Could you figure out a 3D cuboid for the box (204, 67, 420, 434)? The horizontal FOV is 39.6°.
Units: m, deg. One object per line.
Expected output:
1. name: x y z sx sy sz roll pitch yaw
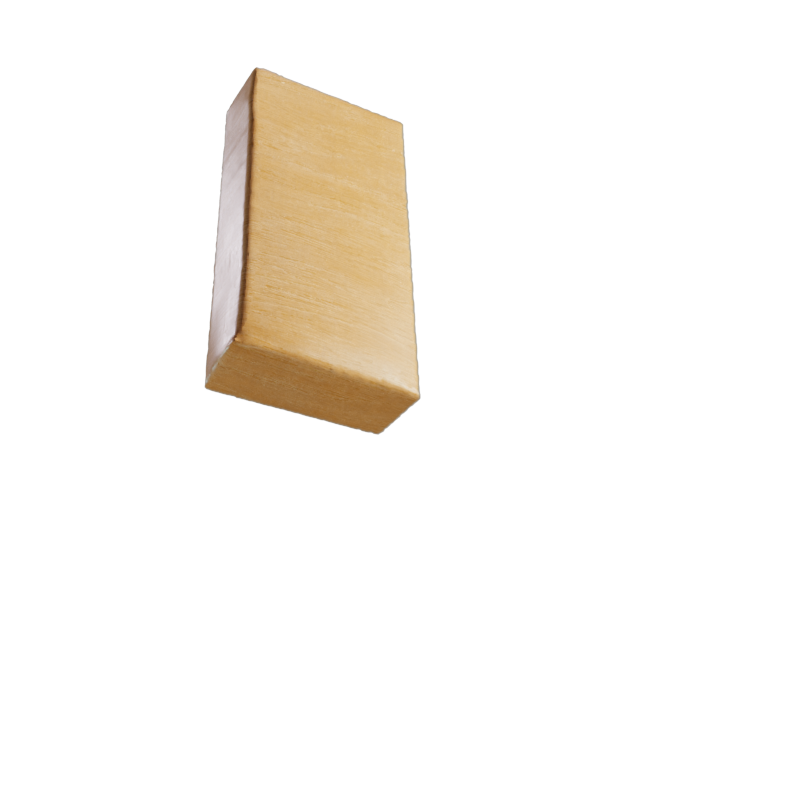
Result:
1. box: -0.043 -0.078 0.549 0.090 0.189 0.047 16 -42 -23
